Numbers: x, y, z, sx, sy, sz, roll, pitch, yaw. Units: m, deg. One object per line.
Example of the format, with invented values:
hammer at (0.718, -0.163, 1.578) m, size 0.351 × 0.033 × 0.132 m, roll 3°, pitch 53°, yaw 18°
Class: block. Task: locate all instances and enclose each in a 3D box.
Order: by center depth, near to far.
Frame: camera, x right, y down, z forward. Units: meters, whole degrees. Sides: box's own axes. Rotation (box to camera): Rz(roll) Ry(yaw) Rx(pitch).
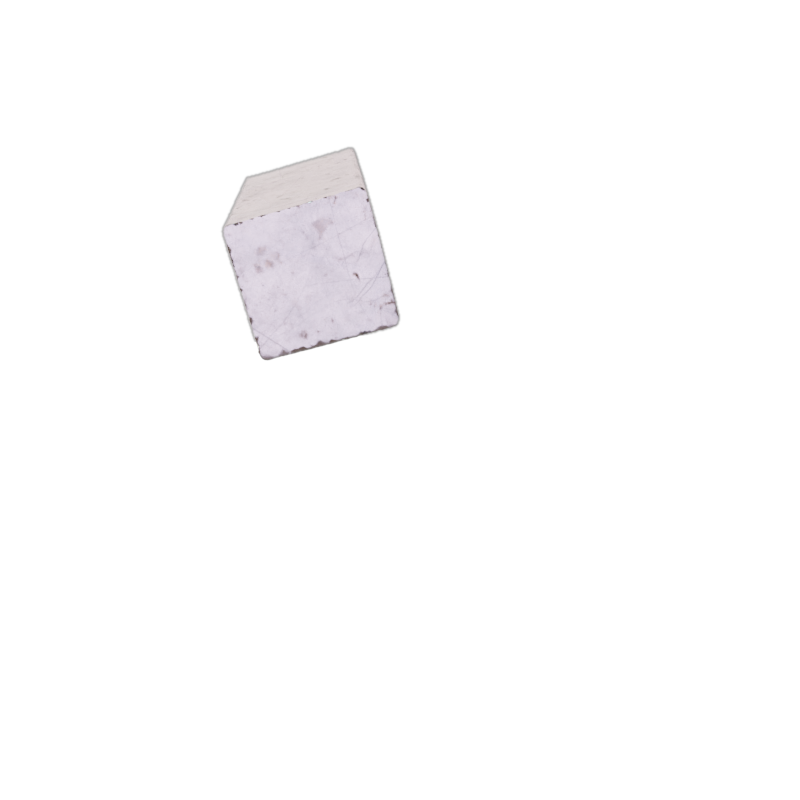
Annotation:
block at (-0.059, -0.109, 0.764) m, size 0.091 × 0.087 × 0.214 m, roll -15°, pitch 18°, yaw 1°
